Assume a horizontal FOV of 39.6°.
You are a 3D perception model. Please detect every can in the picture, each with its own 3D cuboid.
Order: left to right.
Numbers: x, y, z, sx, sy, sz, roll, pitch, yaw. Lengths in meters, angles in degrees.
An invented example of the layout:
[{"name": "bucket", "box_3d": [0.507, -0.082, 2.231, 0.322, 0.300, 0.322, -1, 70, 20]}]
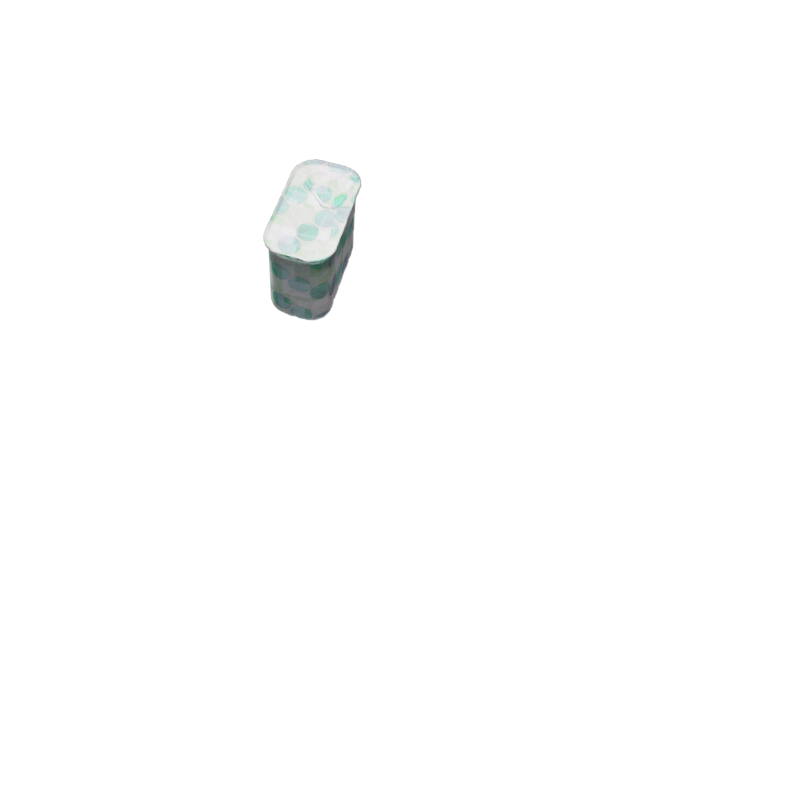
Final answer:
[{"name": "can", "box_3d": [-0.070, -0.127, 0.892, 0.058, 0.107, 0.078, 14, -34, 7]}]
